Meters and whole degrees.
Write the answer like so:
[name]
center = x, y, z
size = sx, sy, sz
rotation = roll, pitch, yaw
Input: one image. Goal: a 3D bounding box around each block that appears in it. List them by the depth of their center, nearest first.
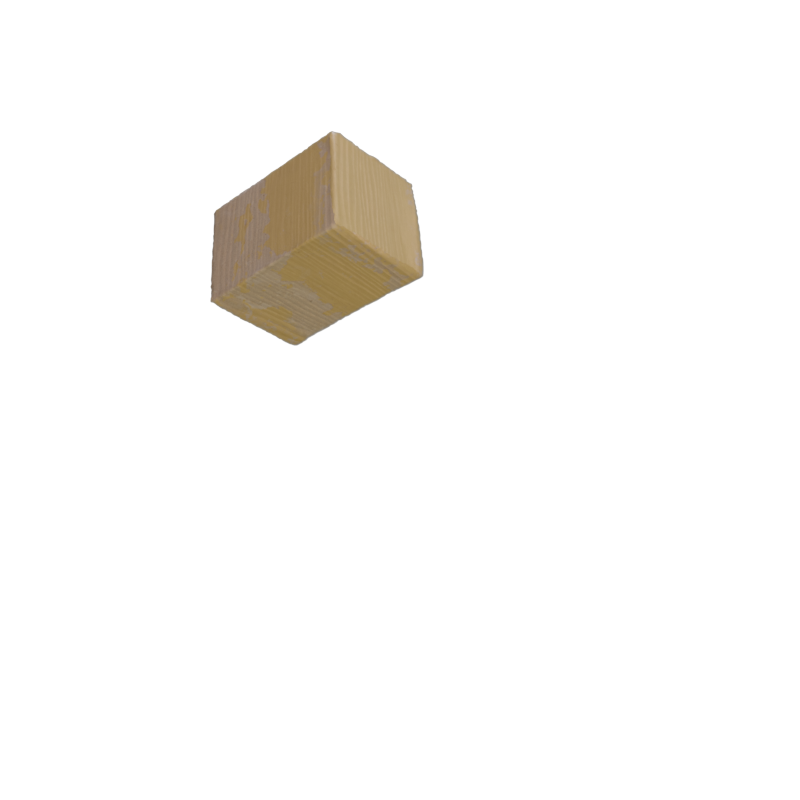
[block]
center = -0.037, -0.068, 0.474
size = 0.078, 0.055, 0.049
rotation = -26, -40, 34
